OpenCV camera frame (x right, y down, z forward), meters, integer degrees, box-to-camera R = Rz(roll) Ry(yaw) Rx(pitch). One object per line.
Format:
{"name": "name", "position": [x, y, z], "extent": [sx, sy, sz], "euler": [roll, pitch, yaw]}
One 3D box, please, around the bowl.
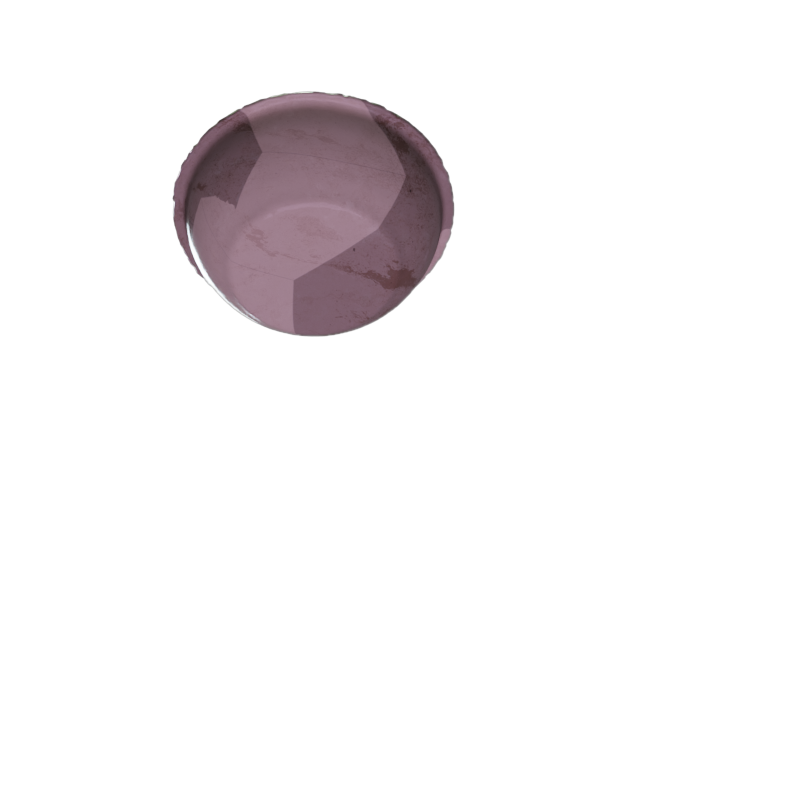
{"name": "bowl", "position": [-0.048, -0.088, 0.615], "extent": [0.162, 0.151, 0.059], "euler": [1, 40, -1]}
